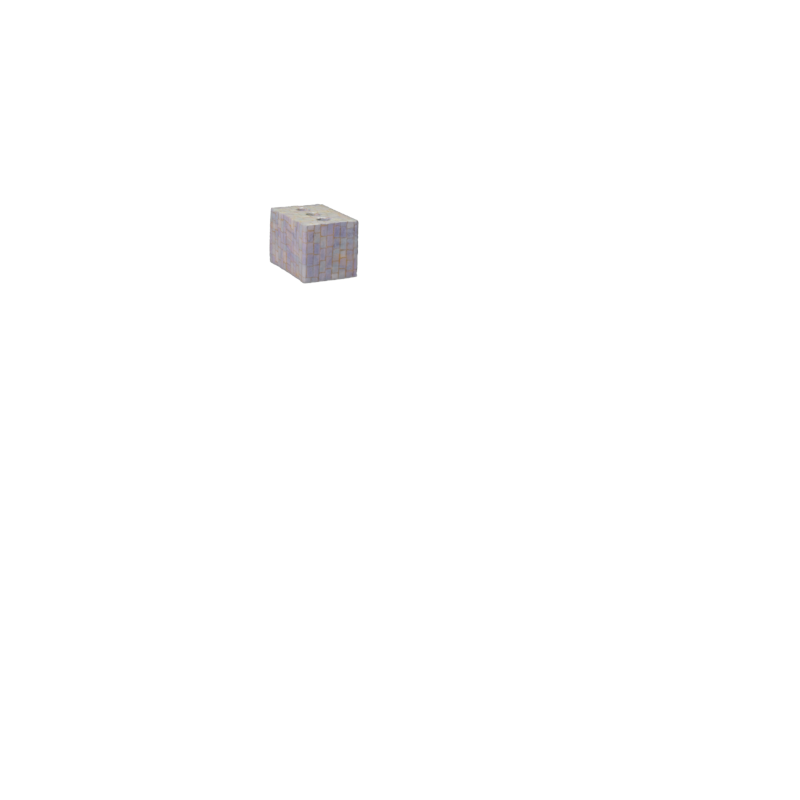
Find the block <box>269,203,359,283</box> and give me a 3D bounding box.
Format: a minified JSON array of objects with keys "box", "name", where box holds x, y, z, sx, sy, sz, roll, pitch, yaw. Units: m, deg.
[{"box":[-0.075,-0.138,0.964,0.051,0.049,0.083,-8,21,-26],"name":"block"}]
